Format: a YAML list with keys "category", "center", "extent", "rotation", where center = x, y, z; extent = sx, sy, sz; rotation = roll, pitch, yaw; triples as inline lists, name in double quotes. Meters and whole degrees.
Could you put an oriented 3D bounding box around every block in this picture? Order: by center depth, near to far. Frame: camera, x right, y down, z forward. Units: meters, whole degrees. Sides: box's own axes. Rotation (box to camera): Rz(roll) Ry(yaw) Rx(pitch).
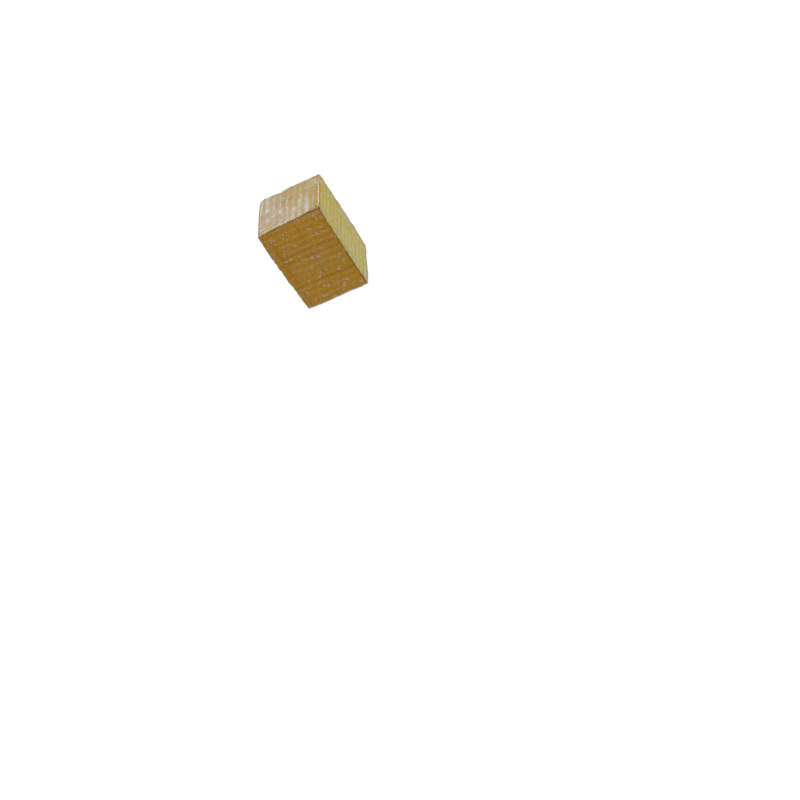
- category: "block"
  center: [-0.065, -0.118, 0.825]
  extent: [0.053, 0.072, 0.055]
  rotation: [-23, 35, 15]
